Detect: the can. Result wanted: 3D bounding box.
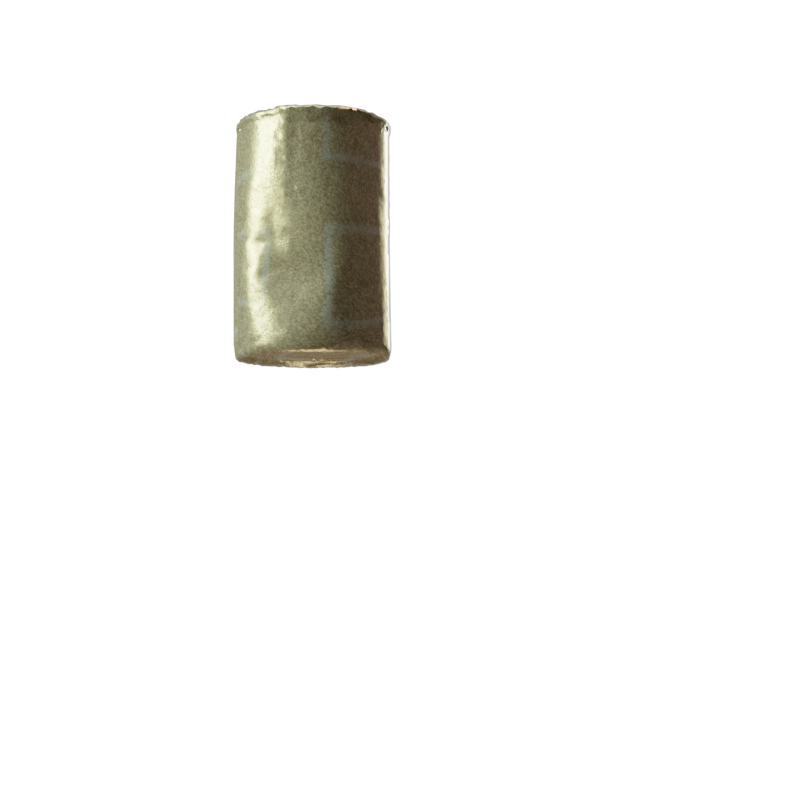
[{"bbox_3d":[-0.037,-0.068,0.475,0.068,0.105,0.067,0,-10,-2],"label":"can"}]
